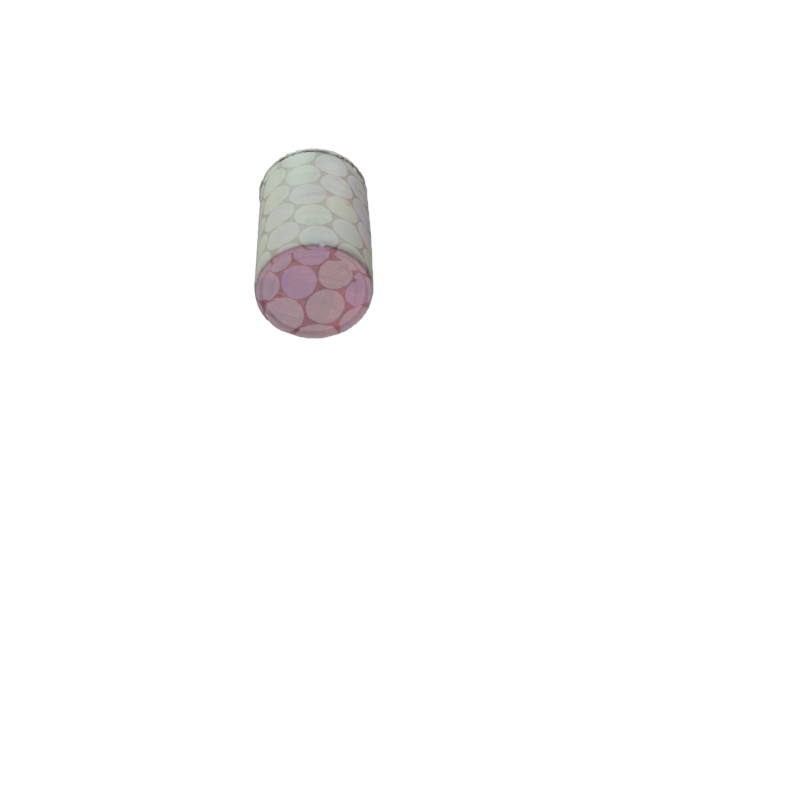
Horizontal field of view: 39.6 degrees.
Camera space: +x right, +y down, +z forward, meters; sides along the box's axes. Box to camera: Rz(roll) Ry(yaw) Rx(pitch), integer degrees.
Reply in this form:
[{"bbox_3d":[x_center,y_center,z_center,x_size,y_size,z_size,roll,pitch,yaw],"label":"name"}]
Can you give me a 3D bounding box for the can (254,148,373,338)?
[{"bbox_3d":[-0.051,-0.093,0.652,0.068,0.064,0.110,-1,40,-3],"label":"can"}]
